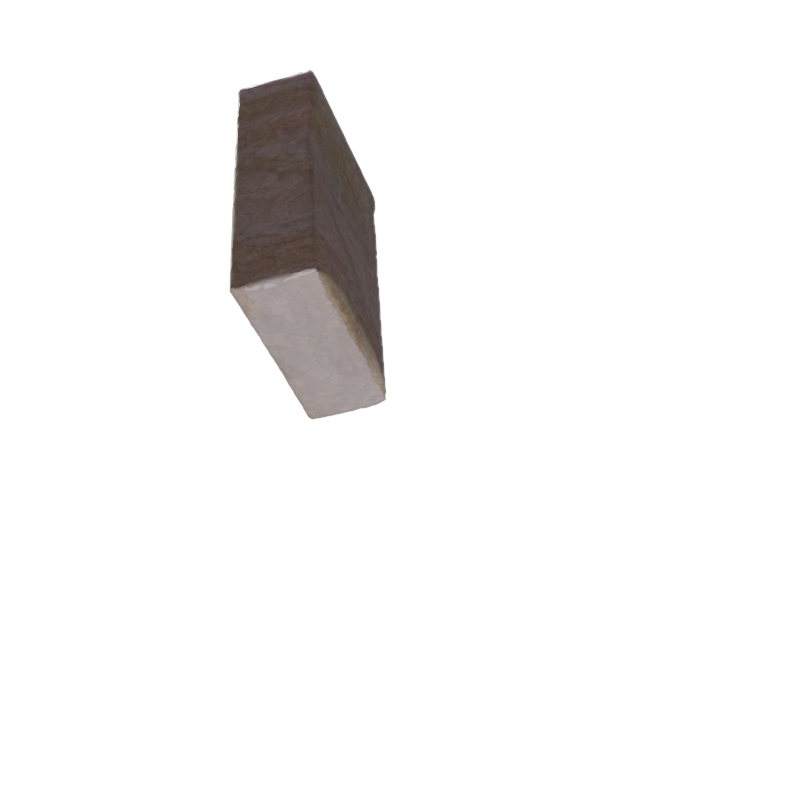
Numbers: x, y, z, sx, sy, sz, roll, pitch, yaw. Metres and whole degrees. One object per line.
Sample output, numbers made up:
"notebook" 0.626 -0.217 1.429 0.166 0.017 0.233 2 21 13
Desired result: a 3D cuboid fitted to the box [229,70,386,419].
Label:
"box" -0.066 -0.121 0.849 0.072 0.229 0.151 -14 -41 12
